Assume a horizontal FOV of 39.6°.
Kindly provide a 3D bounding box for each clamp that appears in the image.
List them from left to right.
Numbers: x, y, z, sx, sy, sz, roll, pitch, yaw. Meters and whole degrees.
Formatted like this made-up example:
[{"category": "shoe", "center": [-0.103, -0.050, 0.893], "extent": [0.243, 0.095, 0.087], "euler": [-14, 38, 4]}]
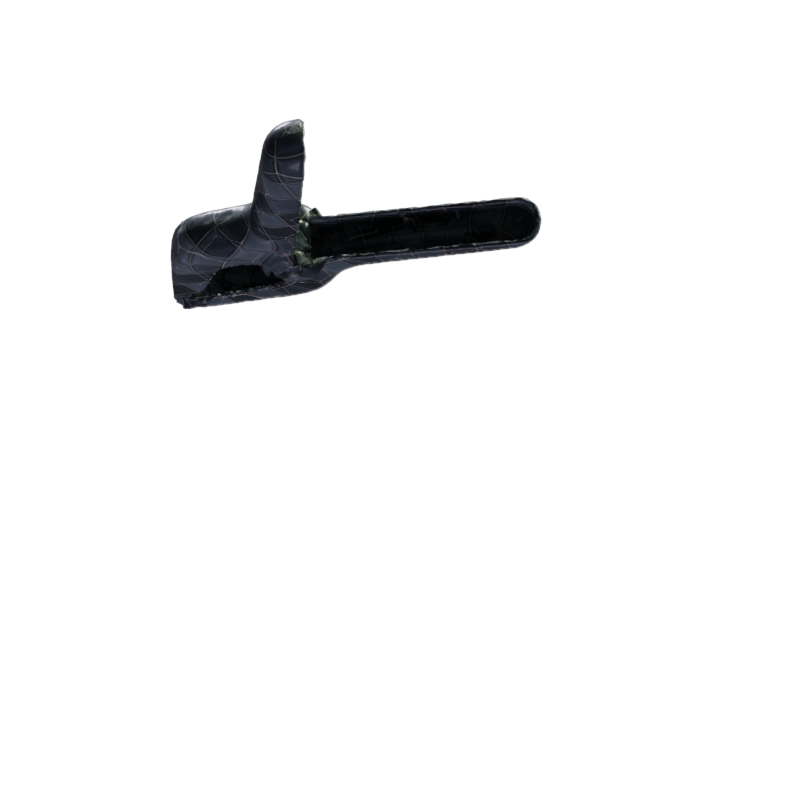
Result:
[{"category": "clamp", "center": [-0.045, -0.082, 0.575], "extent": [0.157, 0.038, 0.212], "euler": [9, -16, -35]}]
